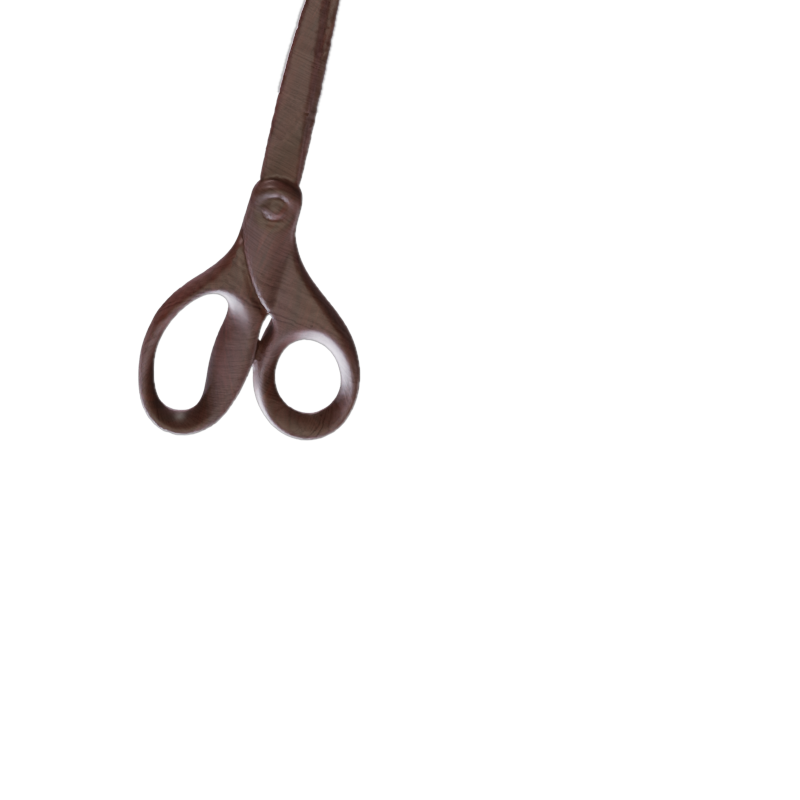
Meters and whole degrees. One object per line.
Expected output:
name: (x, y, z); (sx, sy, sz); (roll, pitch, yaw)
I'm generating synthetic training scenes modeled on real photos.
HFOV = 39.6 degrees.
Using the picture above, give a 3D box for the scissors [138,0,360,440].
scissors: (-0.032, -0.059, 0.415); (0.093, 0.196, 0.017); (27, 24, -14)
